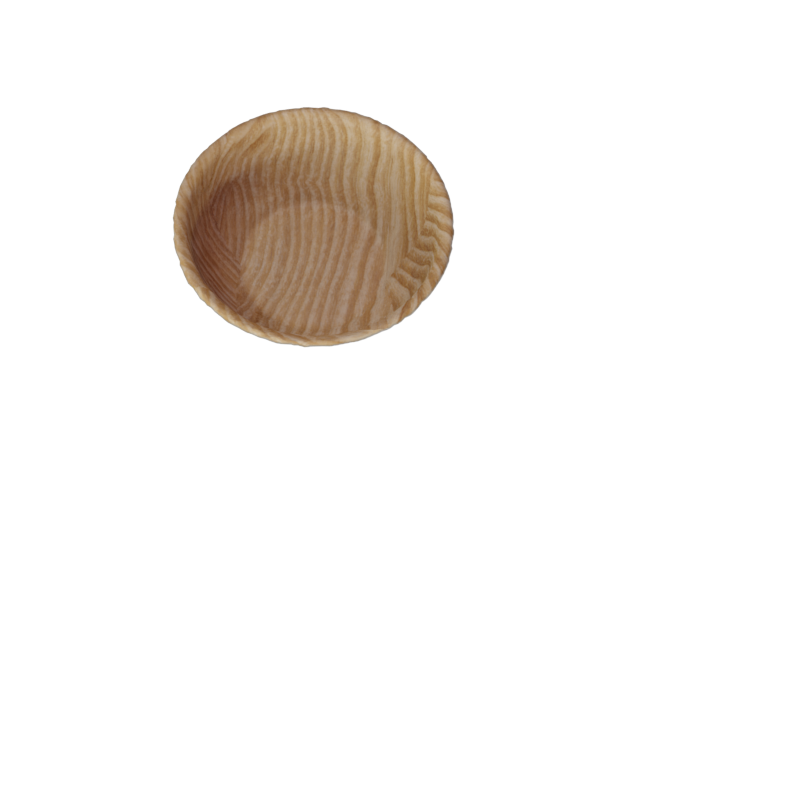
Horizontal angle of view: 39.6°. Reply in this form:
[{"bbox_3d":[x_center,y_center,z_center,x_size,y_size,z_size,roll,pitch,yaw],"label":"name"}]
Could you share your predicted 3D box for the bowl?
[{"bbox_3d":[-0.051,-0.094,0.656,0.162,0.172,0.052,-1,-29,-1],"label":"bowl"}]
